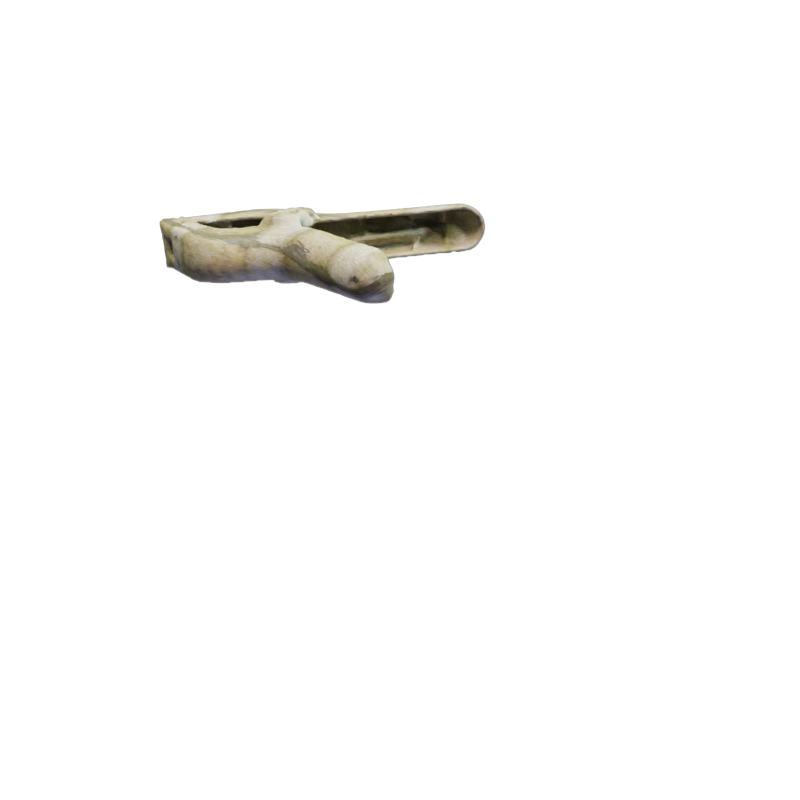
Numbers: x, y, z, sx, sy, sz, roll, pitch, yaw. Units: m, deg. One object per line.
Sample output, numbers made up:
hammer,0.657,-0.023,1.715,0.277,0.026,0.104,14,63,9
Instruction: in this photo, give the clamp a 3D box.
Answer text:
clamp,-0.045,-0.082,0.574,0.180,0.038,0.118,12,20,35
